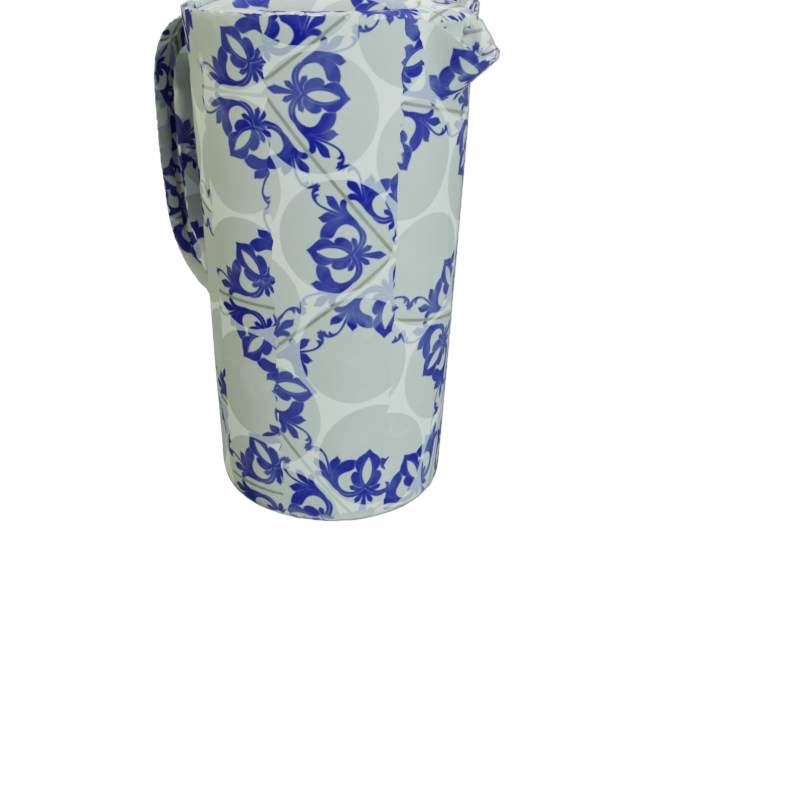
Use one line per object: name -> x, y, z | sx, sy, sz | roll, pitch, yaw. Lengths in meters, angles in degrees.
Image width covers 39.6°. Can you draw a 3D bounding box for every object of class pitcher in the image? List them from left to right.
pitcher -> -0.042, -0.076, 0.533 | 0.143, 0.233, 0.157 | -3, 20, -10
